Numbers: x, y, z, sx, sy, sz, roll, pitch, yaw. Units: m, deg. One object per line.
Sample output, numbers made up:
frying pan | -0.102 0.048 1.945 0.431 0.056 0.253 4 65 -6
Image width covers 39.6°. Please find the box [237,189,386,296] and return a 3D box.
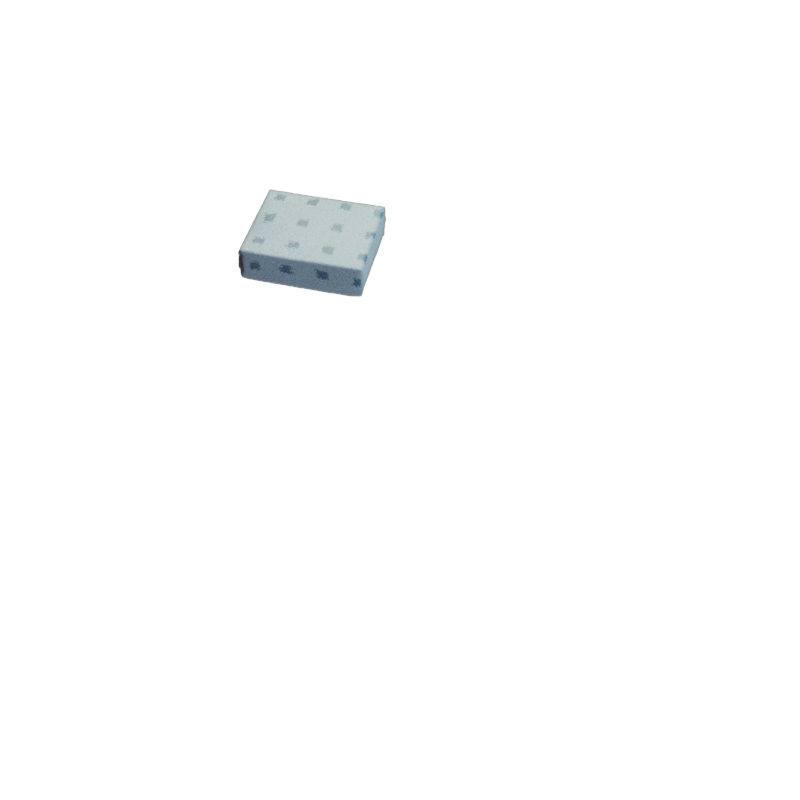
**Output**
box | -0.077 -0.141 0.985 0.116 0.095 0.036 11 -43 10
